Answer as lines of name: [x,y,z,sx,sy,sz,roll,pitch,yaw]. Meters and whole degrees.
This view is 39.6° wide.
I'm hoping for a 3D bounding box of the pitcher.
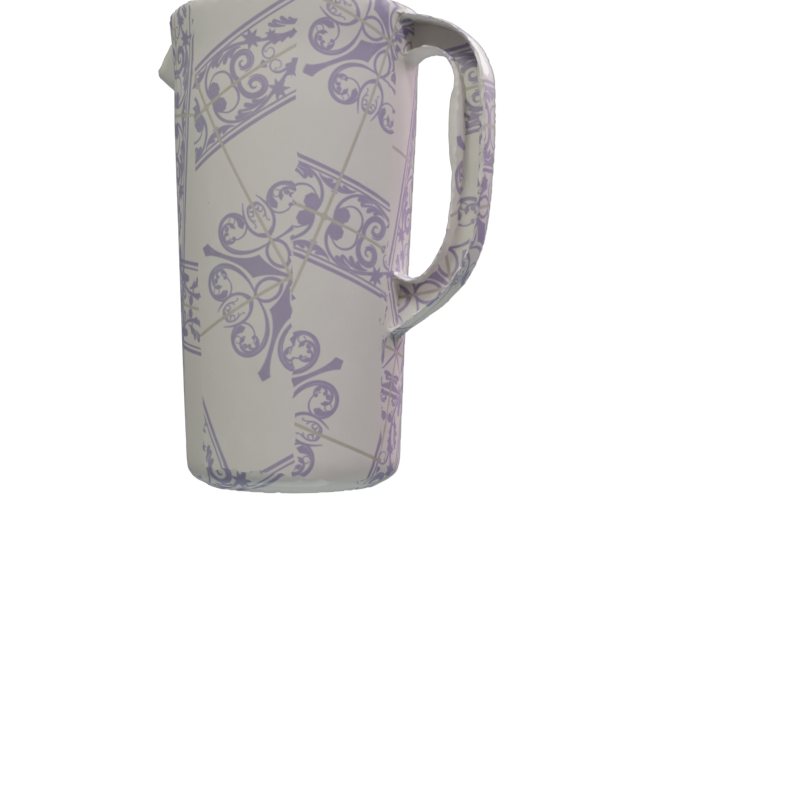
pitcher: [-0.044,-0.081,0.565,0.141,0.246,0.152,1,-3,-22]
